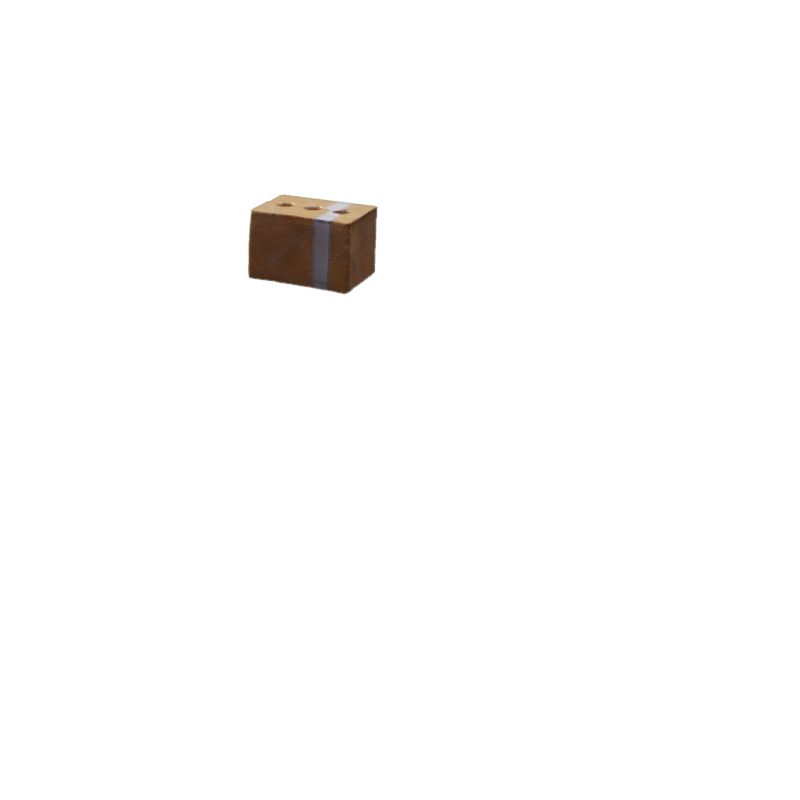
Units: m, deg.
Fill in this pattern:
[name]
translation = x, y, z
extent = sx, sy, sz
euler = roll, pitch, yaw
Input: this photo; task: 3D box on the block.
[block]
translation = -0.061, -0.111, 0.779
extent = 0.081, 0.049, 0.053
euler = 10, 23, 22
